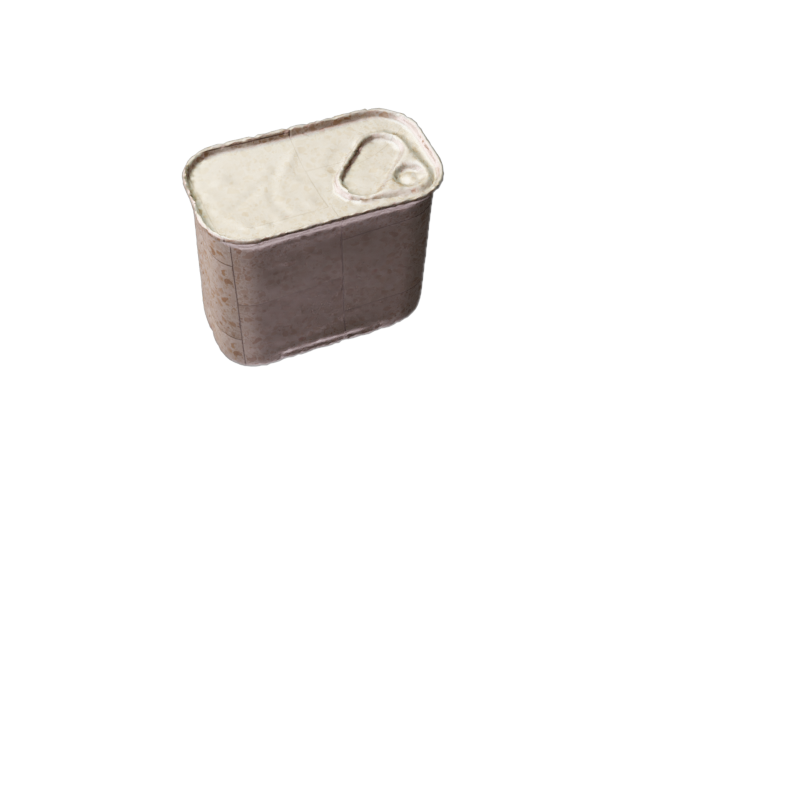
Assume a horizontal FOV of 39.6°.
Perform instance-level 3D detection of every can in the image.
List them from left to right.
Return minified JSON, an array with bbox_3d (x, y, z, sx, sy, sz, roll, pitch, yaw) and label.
[{"bbox_3d":[-0.037,-0.067,0.471,0.101,0.062,0.078,-17,-36,-15],"label":"can"}]
